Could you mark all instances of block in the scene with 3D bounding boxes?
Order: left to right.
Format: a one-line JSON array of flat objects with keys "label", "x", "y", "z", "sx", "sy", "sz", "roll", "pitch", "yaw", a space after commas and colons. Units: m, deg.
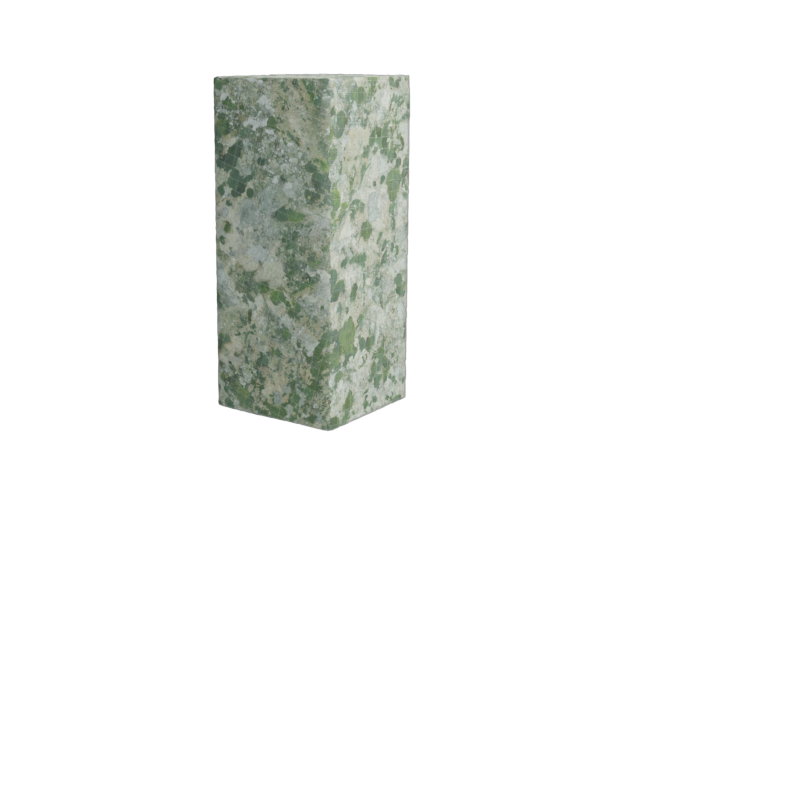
[{"label": "block", "x": -0.054, "y": -0.099, "z": 0.691, "sx": 0.094, "sy": 0.201, "sz": 0.089, "roll": 8, "pitch": 13, "yaw": 34}]
